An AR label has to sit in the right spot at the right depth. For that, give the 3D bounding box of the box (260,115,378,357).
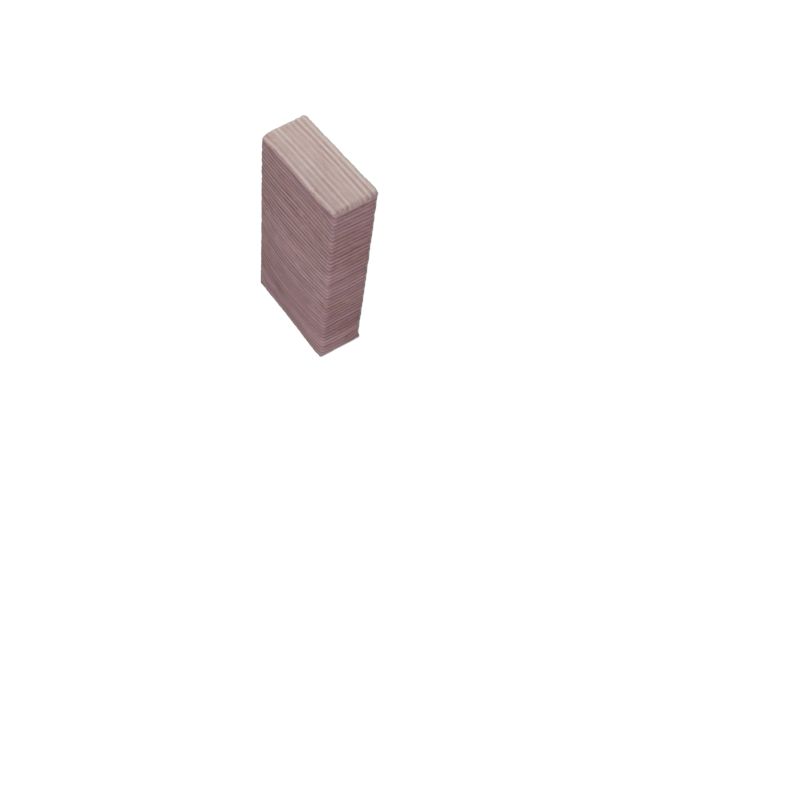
[{"bbox_3d":[-0.066,-0.119,0.837,0.048,0.100,0.165,-29,-27,-21],"label":"box"}]
